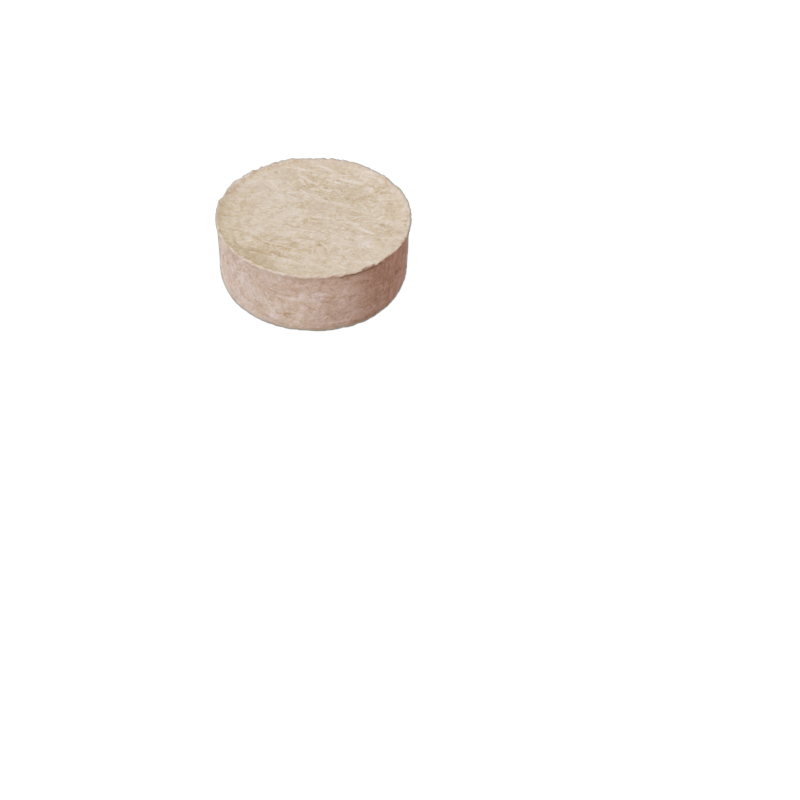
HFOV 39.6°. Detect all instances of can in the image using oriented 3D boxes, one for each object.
[{"bbox_3d":[-0.039,-0.070,0.493,0.086,0.031,0.092,-1,43,-2],"label":"can"}]
